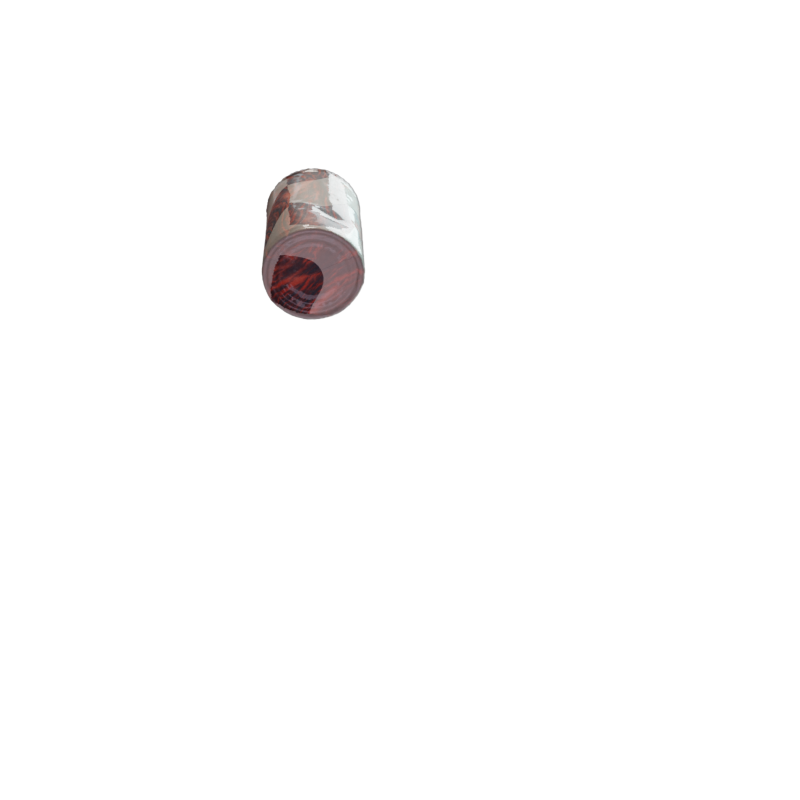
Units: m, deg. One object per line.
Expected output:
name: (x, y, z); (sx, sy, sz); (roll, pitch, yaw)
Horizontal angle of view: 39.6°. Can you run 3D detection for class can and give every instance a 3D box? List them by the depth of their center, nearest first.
can: (-0.059, -0.108, 0.753); (0.068, 0.065, 0.109); (0, 30, -3)
